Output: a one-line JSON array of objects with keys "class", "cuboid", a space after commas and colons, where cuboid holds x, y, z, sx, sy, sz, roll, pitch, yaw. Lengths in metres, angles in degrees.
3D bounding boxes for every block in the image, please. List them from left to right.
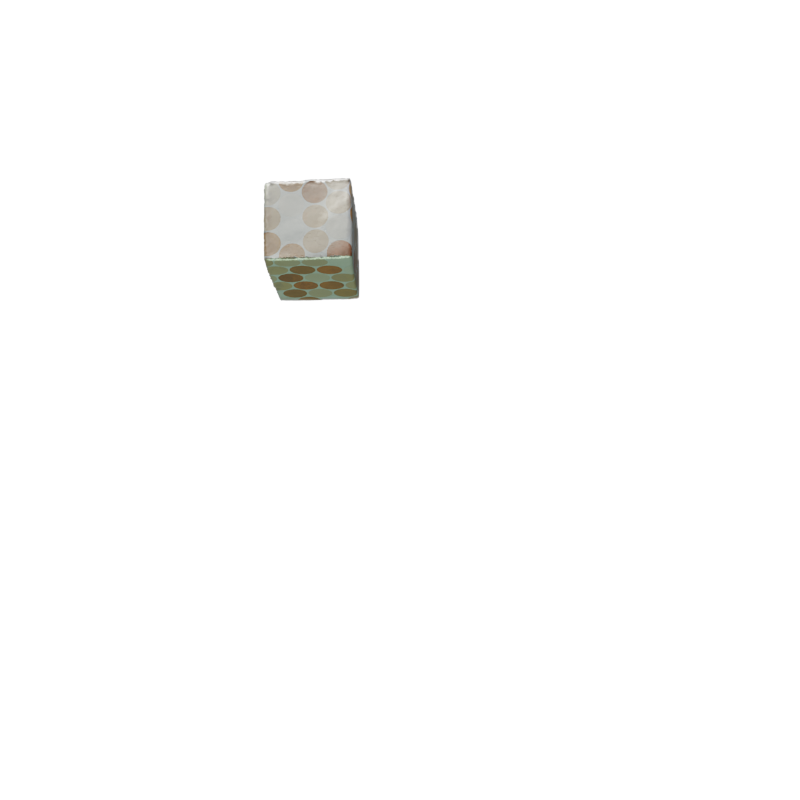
[{"class": "block", "cuboid": [-0.053, -0.097, 0.679, 0.053, 0.053, 0.074, -1, -16, 2]}]
